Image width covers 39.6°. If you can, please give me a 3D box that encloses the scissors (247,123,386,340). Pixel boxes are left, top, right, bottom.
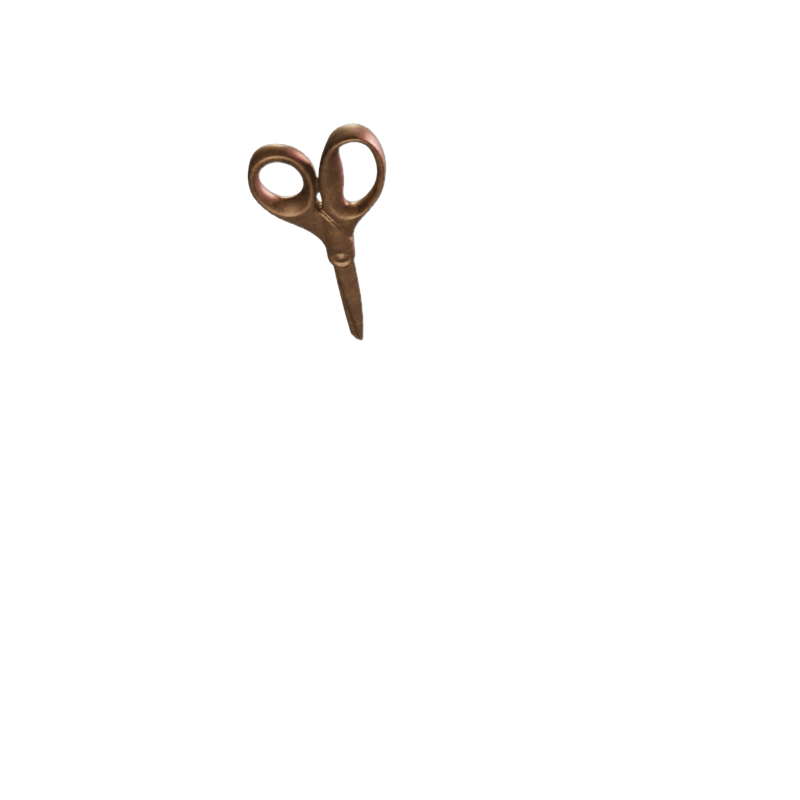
[{"bbox_3d":[-0.058,-0.106,0.743,0.095,0.017,0.190,6,-40,-7],"label":"scissors"}]
